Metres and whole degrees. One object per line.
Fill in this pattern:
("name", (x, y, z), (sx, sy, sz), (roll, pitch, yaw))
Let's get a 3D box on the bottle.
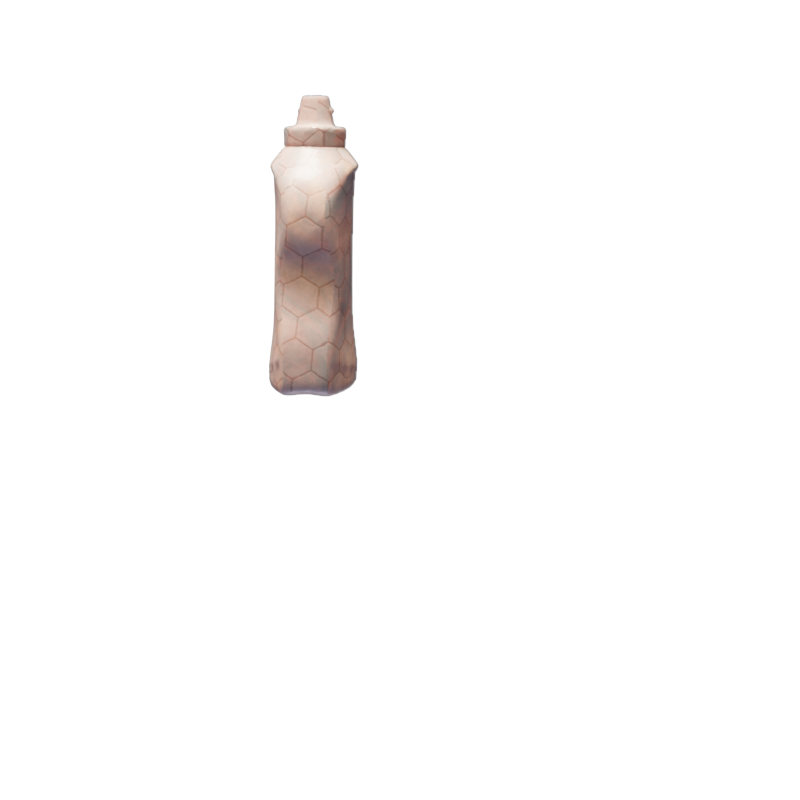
("bottle", (-0.057, -0.105, 0.733), (0.059, 0.190, 0.096), (1, 5, 5))
